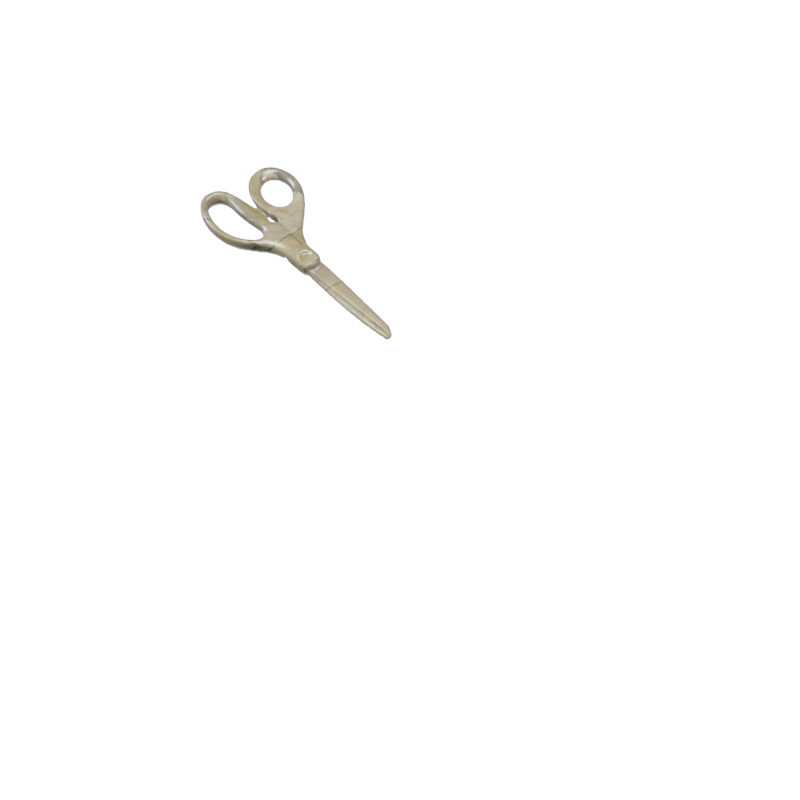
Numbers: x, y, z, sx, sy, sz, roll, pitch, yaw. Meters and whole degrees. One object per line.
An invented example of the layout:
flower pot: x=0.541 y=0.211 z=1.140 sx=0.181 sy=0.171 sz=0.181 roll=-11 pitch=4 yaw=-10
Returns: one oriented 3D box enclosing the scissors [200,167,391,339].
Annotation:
scissors: x=-0.072 y=-0.131 z=0.915 sx=0.210 sy=0.099 sz=0.015 roll=28 pitch=-29 yaw=18
